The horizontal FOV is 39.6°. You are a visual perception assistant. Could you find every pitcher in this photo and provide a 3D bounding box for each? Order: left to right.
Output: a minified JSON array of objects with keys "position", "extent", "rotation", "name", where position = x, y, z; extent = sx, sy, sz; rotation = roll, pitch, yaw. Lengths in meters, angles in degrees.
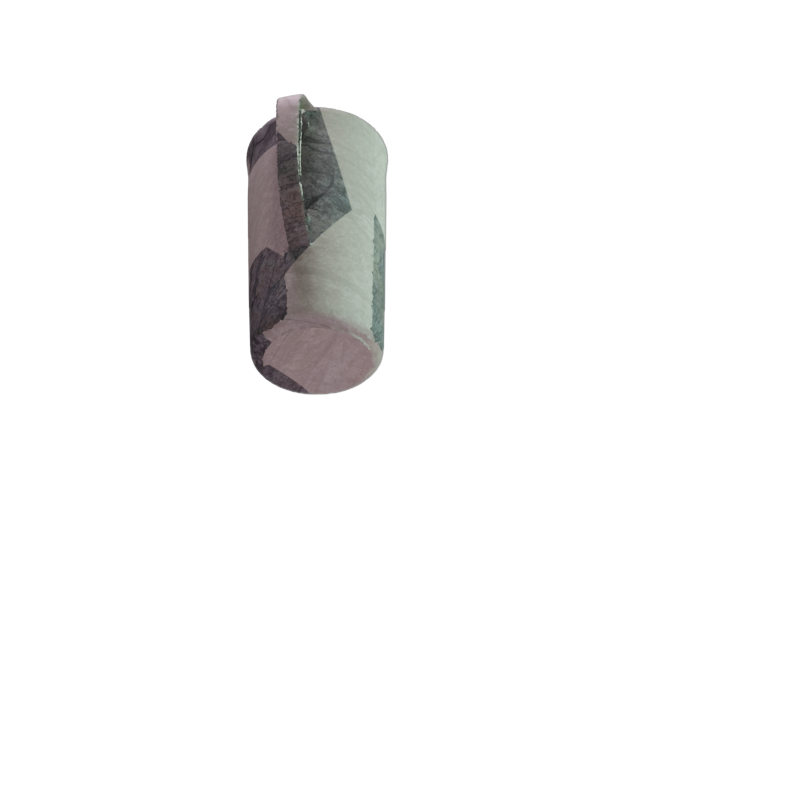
[{"position":[-0.075,-0.137,0.958],"extent":[0.142,0.261,0.142],"rotation":[22,-45,-27],"name":"pitcher"}]
